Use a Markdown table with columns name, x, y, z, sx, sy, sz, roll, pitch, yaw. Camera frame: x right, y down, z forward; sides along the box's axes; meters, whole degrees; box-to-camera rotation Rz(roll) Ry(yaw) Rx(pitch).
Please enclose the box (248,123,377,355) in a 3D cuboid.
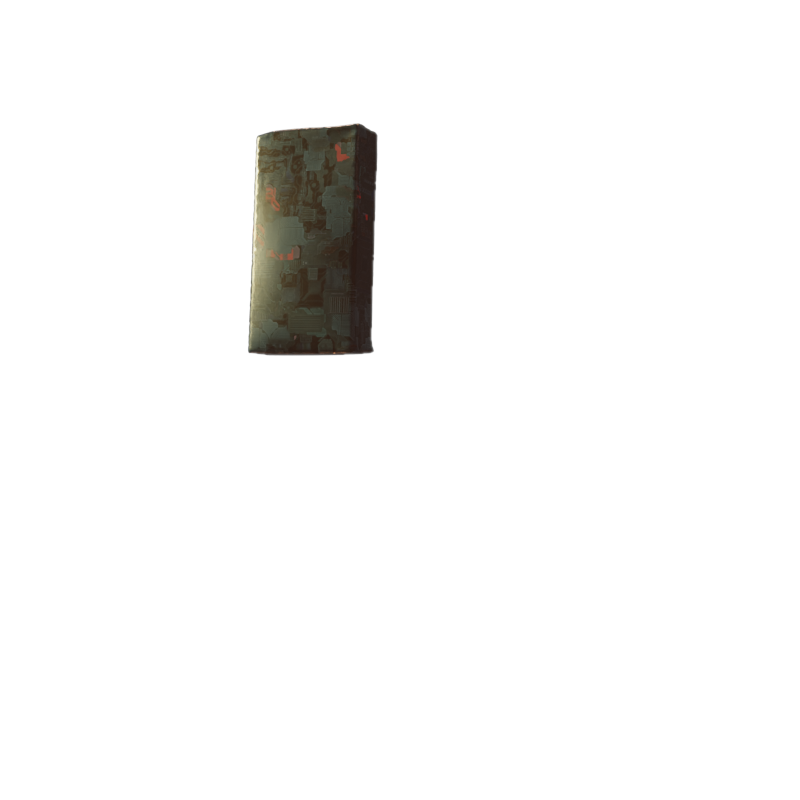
| name | x | y | z | sx | sy | sz | roll | pitch | yaw |
| --- | --- | --- | --- | --- | --- | --- | --- | --- | --- |
| box | -0.068 | -0.123 | 0.865 | 0.096 | 0.179 | 0.046 | -3 | -6 | 25 |
